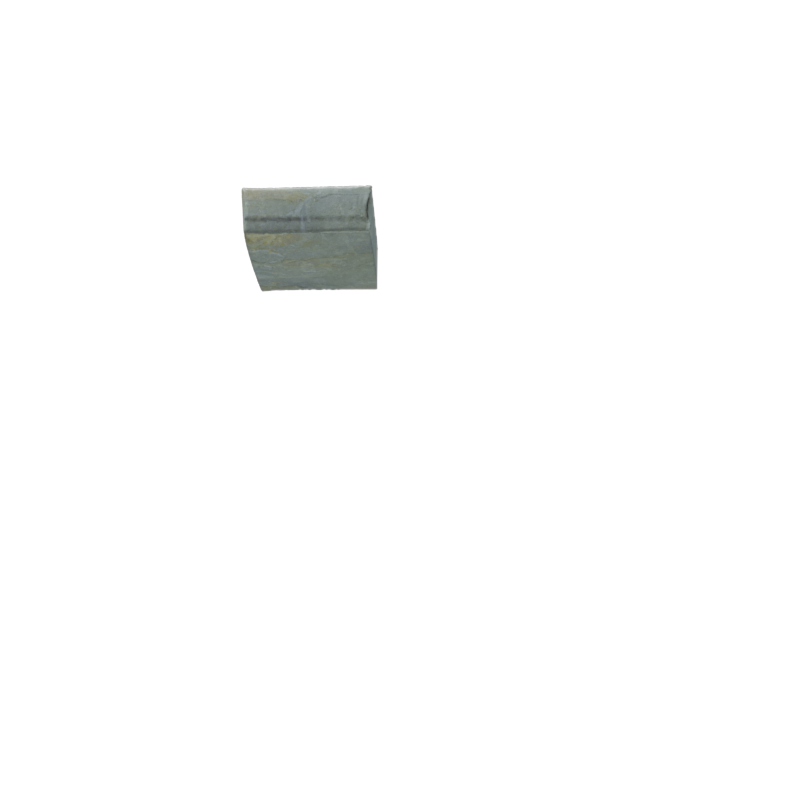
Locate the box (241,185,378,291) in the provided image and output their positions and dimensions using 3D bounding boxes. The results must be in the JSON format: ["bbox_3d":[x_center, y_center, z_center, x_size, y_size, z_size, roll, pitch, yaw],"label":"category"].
[{"bbox_3d":[-0.062,-0.113,0.790,0.090,0.041,0.108,-1,-15,2],"label":"box"}]
